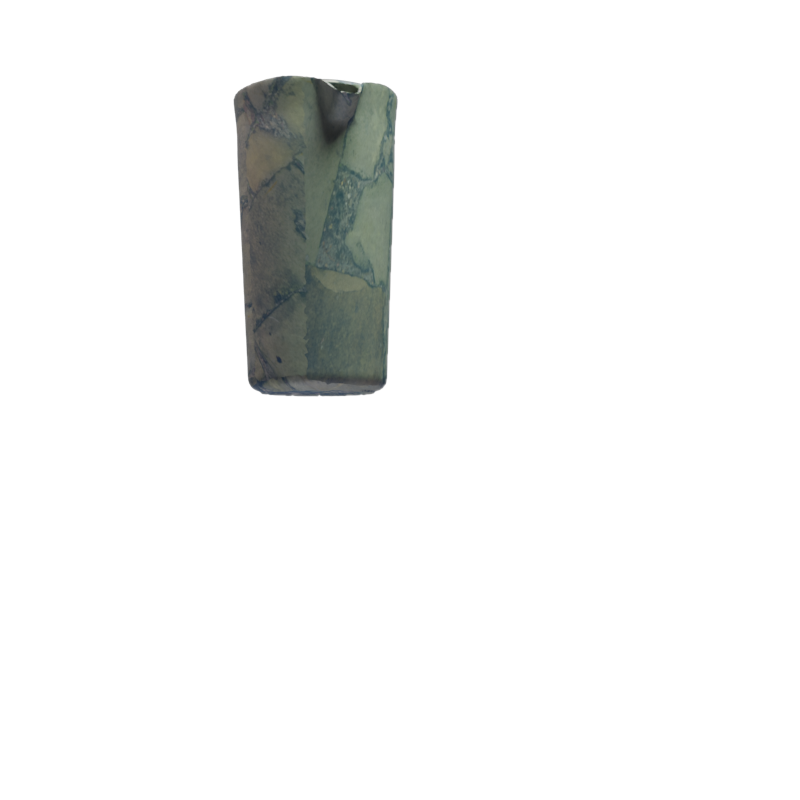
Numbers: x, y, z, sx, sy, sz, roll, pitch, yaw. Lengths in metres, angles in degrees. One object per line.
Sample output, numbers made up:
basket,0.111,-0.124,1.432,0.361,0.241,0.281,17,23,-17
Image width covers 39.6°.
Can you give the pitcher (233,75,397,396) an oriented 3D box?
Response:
pitcher,-0.070,-0.127,0.889,0.149,0.249,0.142,-4,-9,24
